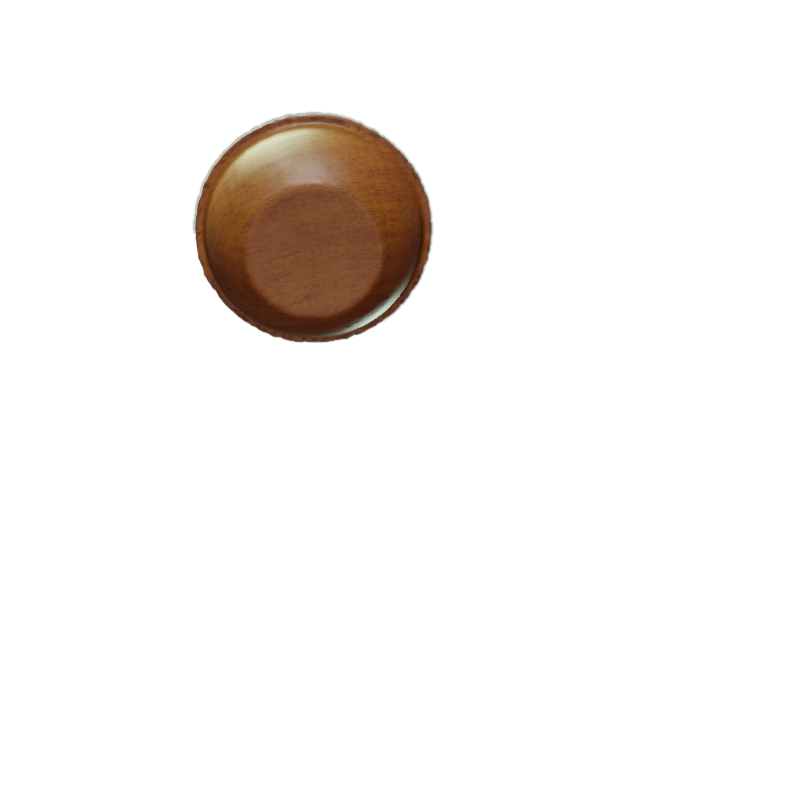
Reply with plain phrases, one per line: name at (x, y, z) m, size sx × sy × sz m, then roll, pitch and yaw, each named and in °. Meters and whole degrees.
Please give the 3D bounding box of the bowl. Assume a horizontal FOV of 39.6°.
bowl at (-0.057, -0.104, 0.729) m, size 0.162 × 0.156 × 0.057 m, roll 0°, pitch 17°, yaw -1°
